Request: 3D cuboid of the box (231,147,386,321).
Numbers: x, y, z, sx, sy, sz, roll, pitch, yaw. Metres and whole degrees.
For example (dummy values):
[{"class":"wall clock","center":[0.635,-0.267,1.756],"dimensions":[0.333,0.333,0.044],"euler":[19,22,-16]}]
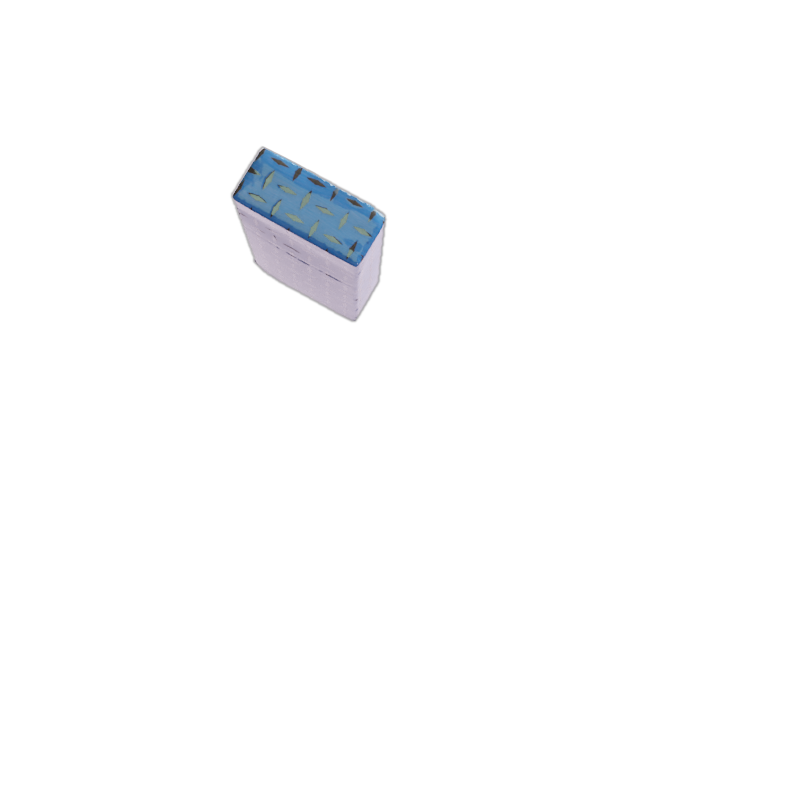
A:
[{"class":"box","center":[-0.060,-0.109,0.766],"dimensions":[0.095,0.049,0.171],"euler":[30,-10,3]}]
